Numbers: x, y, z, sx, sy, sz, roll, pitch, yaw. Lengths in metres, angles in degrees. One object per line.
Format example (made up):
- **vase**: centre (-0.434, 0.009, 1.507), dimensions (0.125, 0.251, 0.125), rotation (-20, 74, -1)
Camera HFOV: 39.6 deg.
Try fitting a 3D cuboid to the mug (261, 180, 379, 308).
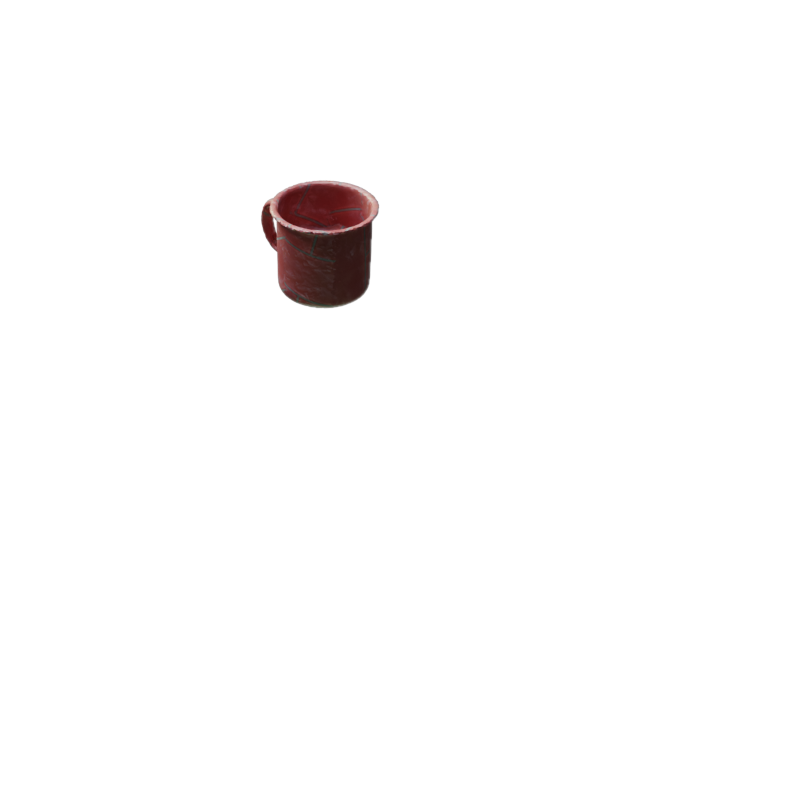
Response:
- **mug**: centre (-0.076, -0.138, 0.967), dimensions (0.124, 0.076, 0.094), rotation (24, 41, 29)
